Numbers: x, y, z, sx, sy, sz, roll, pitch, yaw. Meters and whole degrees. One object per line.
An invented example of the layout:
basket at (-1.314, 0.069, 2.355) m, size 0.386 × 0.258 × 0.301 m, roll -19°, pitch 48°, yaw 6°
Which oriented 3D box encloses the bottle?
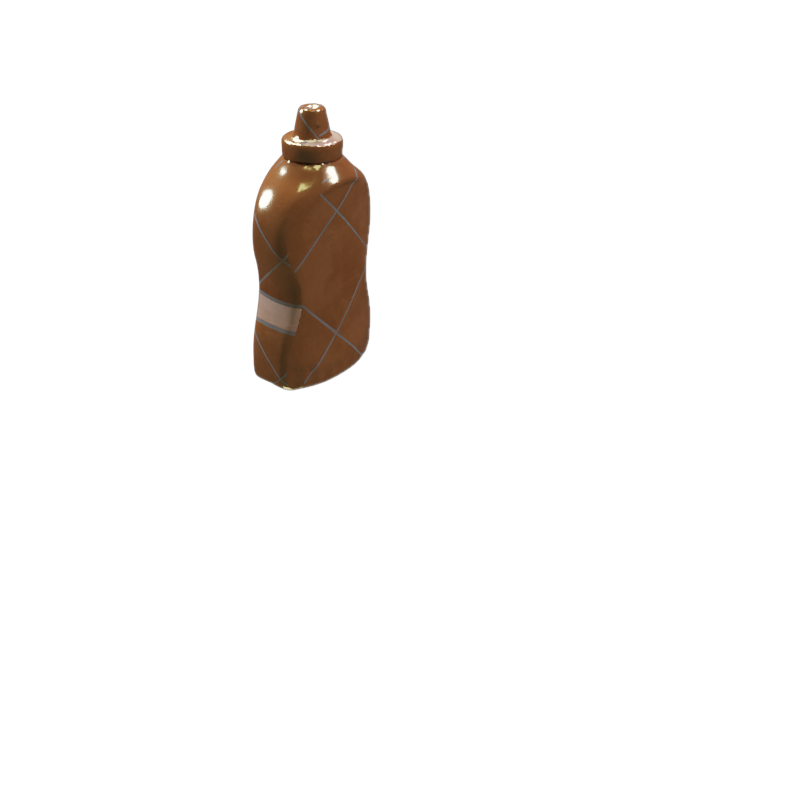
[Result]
bottle at (-0.060, -0.109, 0.761) m, size 0.062 × 0.182 × 0.095 m, roll 22°, pitch 32°, yaw 35°
